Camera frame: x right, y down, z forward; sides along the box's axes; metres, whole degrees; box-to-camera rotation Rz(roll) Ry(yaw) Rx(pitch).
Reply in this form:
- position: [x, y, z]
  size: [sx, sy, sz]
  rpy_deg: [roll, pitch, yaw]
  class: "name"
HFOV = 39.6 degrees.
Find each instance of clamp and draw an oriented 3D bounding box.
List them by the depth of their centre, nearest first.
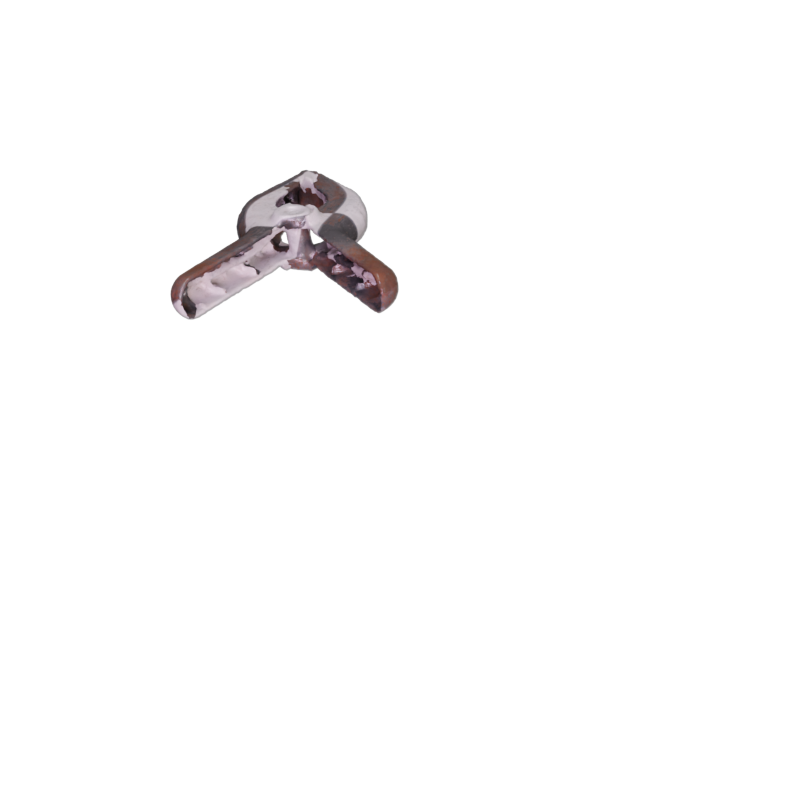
- position: [-0.050, -0.092, 0.644]
  size: [0.122, 0.037, 0.179]
  rpy_deg: [6, 33, 9]
  class: "clamp"
